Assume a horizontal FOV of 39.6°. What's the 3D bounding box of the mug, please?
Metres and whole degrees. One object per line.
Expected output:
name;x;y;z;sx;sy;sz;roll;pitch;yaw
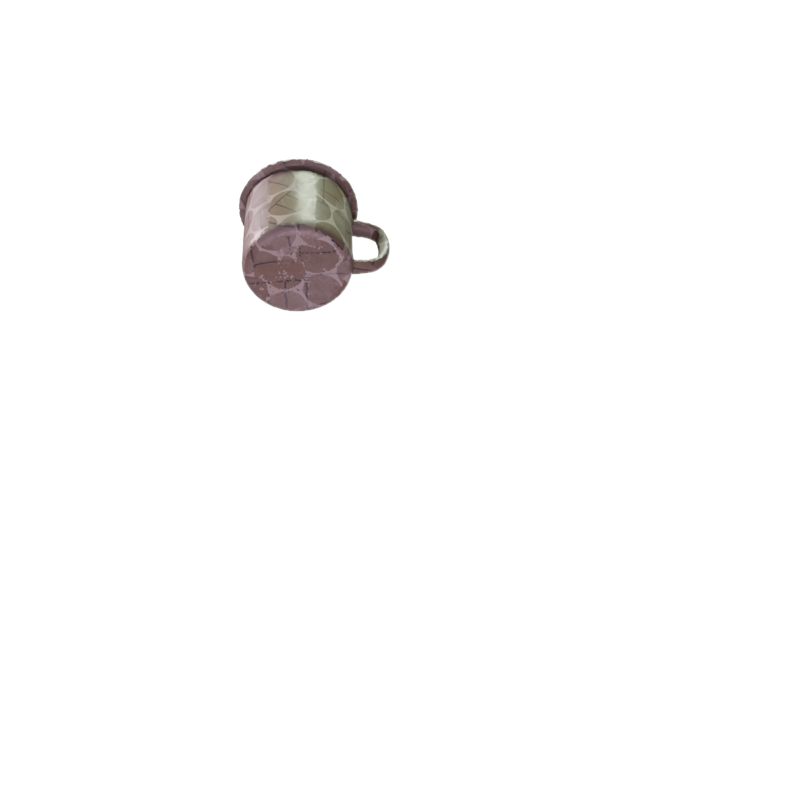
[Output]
mug;-0.066;-0.120;0.837;0.115;0.088;0.087;10;40;-10
